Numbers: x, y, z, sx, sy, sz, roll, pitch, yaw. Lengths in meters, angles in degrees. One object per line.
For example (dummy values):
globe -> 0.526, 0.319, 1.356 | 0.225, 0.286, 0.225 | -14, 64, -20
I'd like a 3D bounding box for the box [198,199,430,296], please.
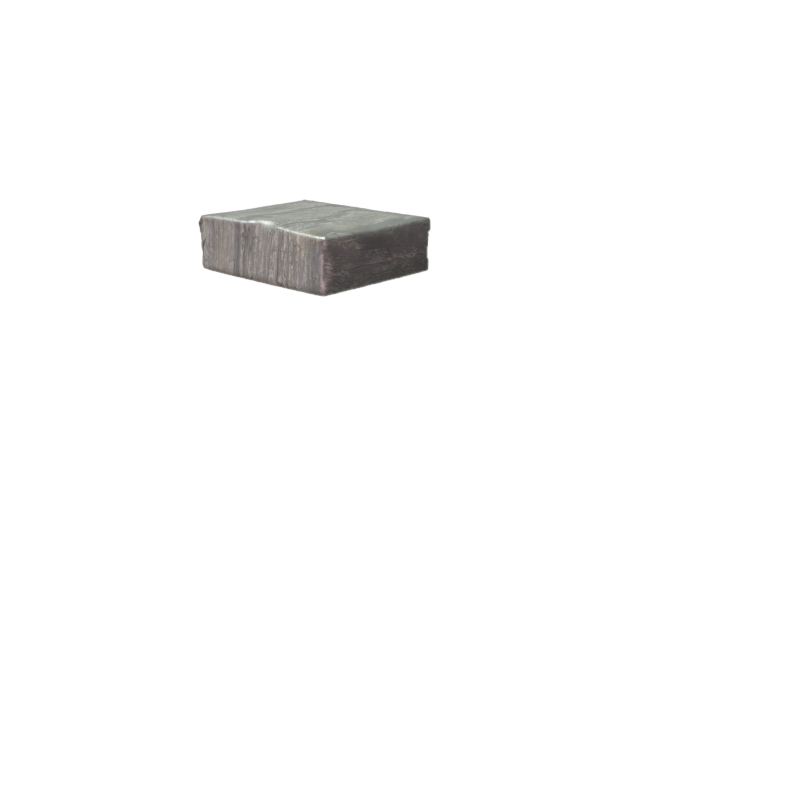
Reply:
box -> -0.042, -0.077, 0.539 | 0.094, 0.029, 0.072 | 16, 24, 41
